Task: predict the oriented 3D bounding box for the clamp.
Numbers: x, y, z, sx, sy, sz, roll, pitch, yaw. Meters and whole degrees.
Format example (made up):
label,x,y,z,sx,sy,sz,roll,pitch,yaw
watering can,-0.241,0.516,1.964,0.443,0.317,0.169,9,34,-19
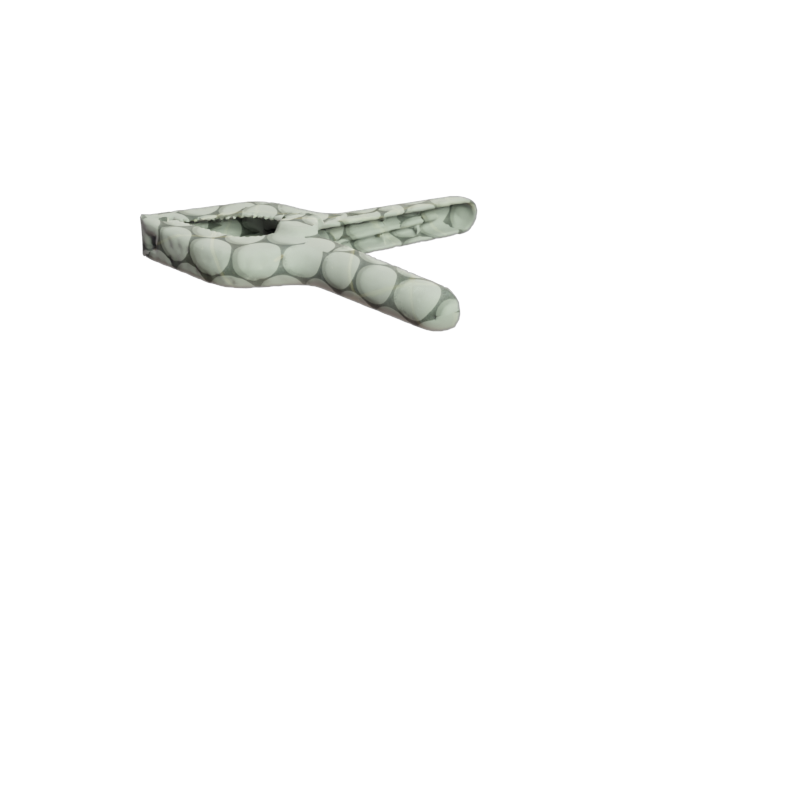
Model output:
label,x,y,z,sx,sy,sz,roll,pitch,yaw
clamp,-0.053,-0.097,0.678,0.215,0.034,0.169,8,29,15
